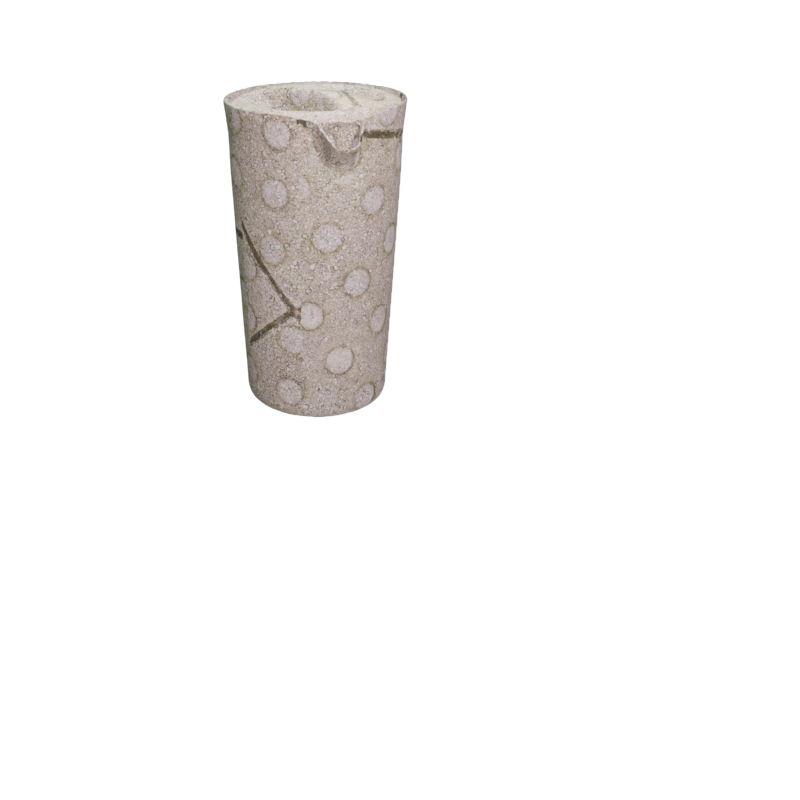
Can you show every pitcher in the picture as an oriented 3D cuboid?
[{"bbox_3d":[-0.067,-0.121,0.850,0.151,0.232,0.150,11,24,24],"label":"pitcher"}]
